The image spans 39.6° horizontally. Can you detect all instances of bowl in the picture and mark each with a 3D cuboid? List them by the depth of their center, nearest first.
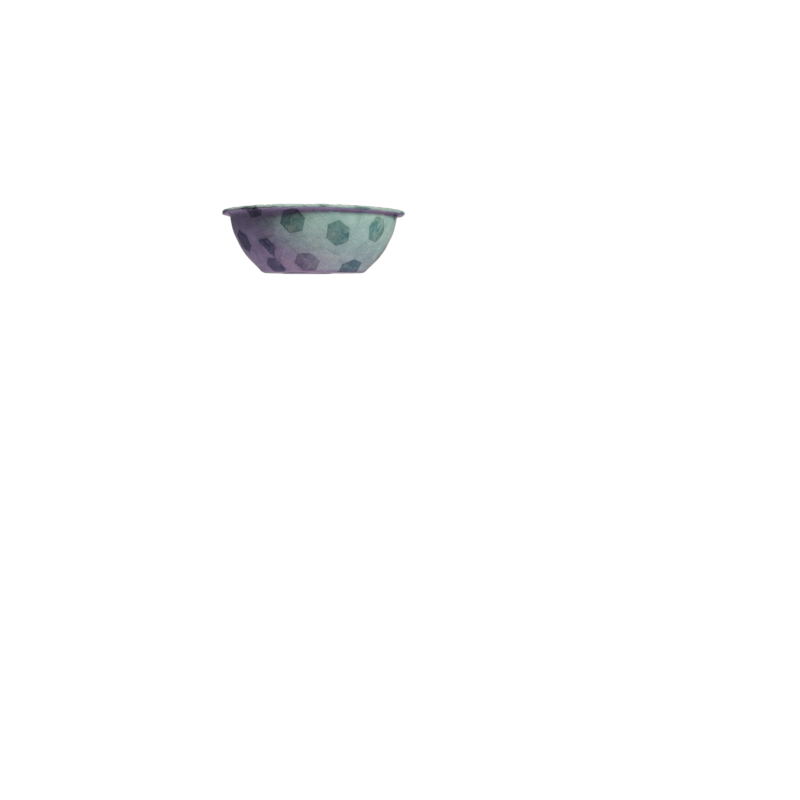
[{"bbox_3d":[-0.076,-0.139,0.975,0.162,0.055,0.163,0,4,-2],"label":"bowl"}]
